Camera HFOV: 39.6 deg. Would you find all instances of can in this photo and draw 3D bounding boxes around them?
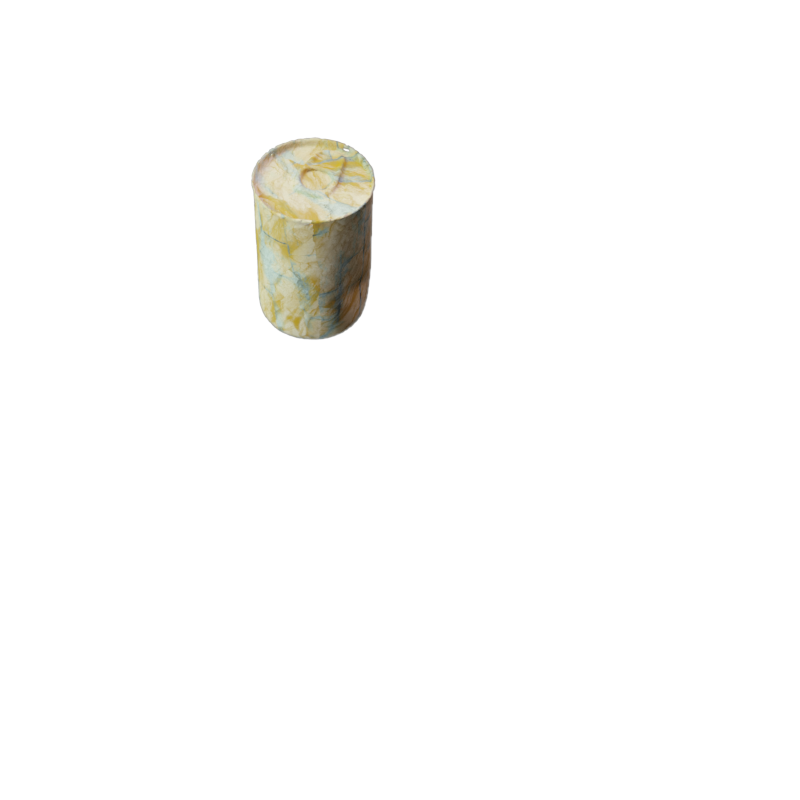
[{"bbox_3d":[-0.050,-0.092,0.643,0.068,0.074,0.095,0,-39,-3],"label":"can"}]
